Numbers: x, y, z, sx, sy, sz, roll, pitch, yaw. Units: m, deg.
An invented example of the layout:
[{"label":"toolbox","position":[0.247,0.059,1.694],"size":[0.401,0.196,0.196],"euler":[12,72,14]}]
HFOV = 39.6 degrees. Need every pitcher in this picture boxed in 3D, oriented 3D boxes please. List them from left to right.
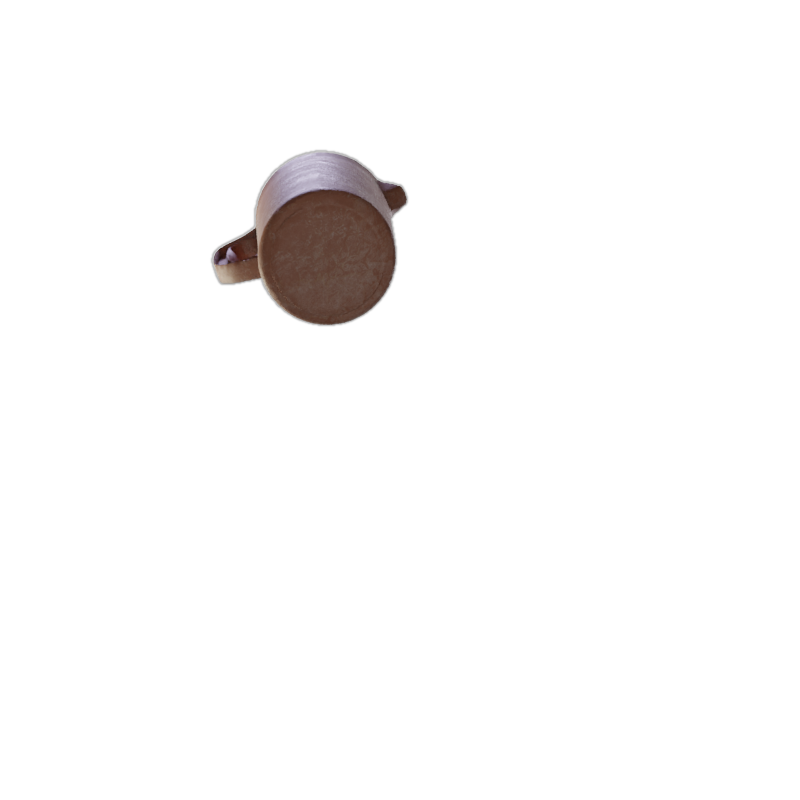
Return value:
[{"label":"pitcher","position":[-0.076,-0.138,0.967],"size":[0.143,0.147,0.250],"euler":[27,11,-9]}]
